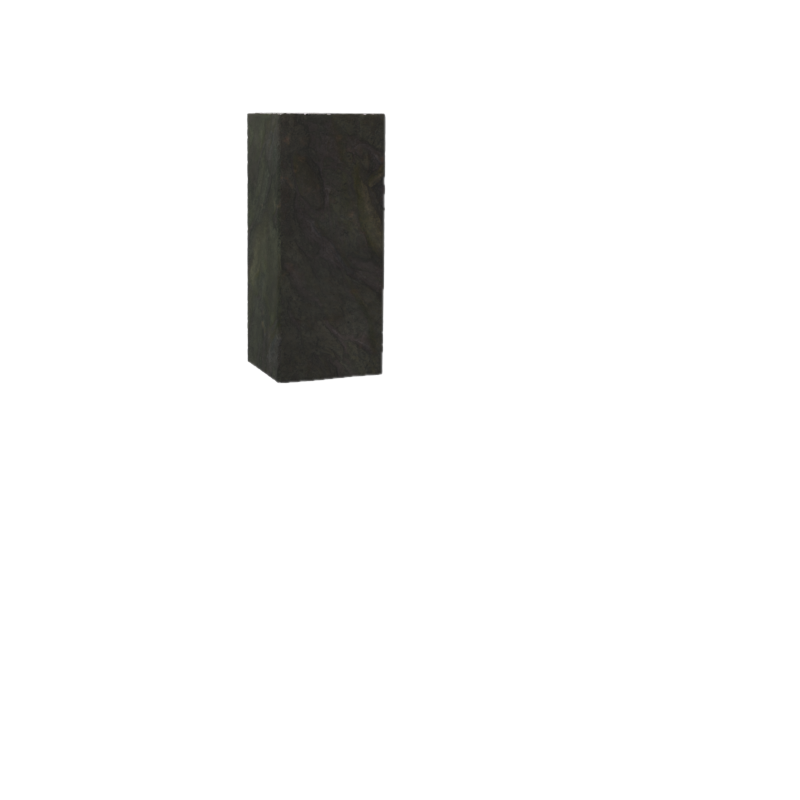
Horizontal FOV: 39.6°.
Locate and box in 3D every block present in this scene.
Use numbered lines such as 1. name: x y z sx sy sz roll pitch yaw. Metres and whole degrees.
1. block: -0.069 -0.127 0.890 0.088 0.203 0.094 -3 8 -23
